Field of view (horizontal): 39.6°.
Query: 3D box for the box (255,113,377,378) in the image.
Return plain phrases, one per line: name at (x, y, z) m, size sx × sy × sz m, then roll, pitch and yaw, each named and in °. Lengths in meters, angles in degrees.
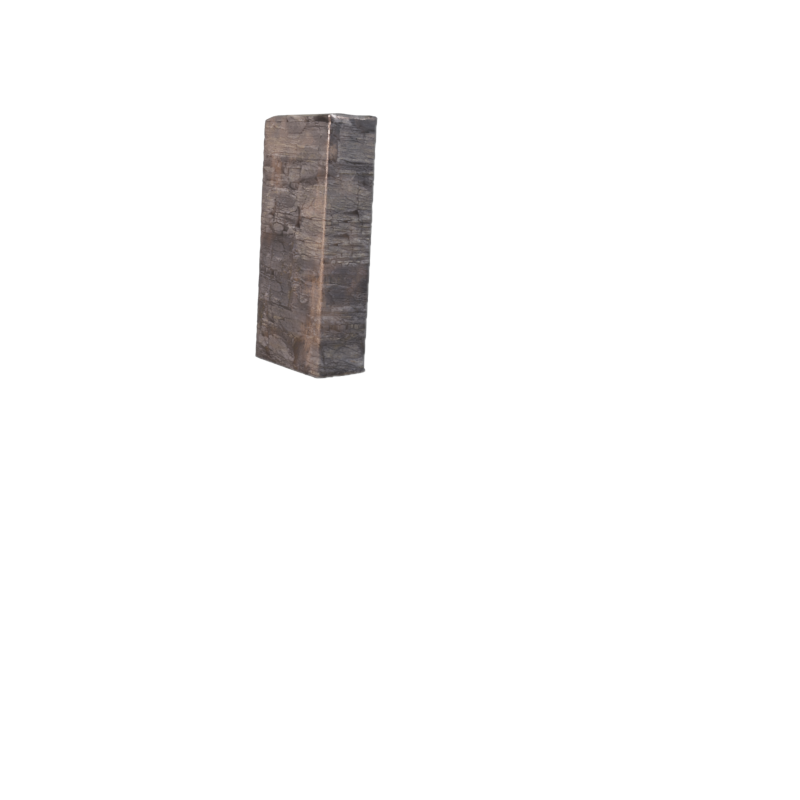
box at (-0.061, -0.110, 0.772) m, size 0.046 × 0.174 × 0.098 m, roll -3°, pitch 7°, yaw -34°
